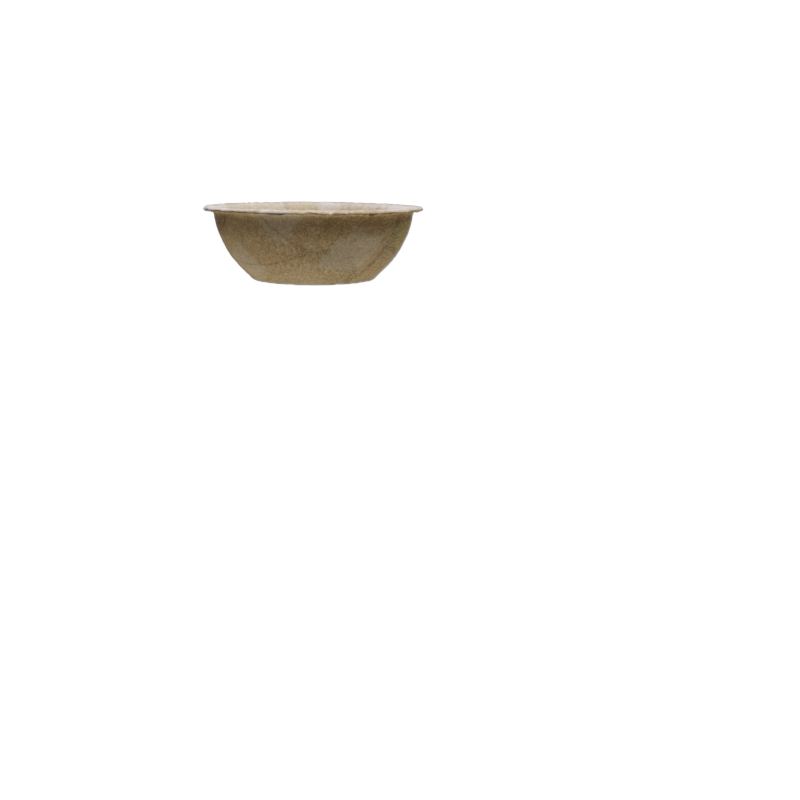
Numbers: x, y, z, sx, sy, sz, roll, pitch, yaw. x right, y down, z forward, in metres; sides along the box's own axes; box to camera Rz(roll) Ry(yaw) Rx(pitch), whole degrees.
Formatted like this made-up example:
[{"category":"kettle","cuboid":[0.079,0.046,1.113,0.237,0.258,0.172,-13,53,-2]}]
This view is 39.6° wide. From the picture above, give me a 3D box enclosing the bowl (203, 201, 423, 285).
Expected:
[{"category":"bowl","cuboid":[-0.064,-0.117,0.820,0.162,0.054,0.166,0,12,-2]}]
